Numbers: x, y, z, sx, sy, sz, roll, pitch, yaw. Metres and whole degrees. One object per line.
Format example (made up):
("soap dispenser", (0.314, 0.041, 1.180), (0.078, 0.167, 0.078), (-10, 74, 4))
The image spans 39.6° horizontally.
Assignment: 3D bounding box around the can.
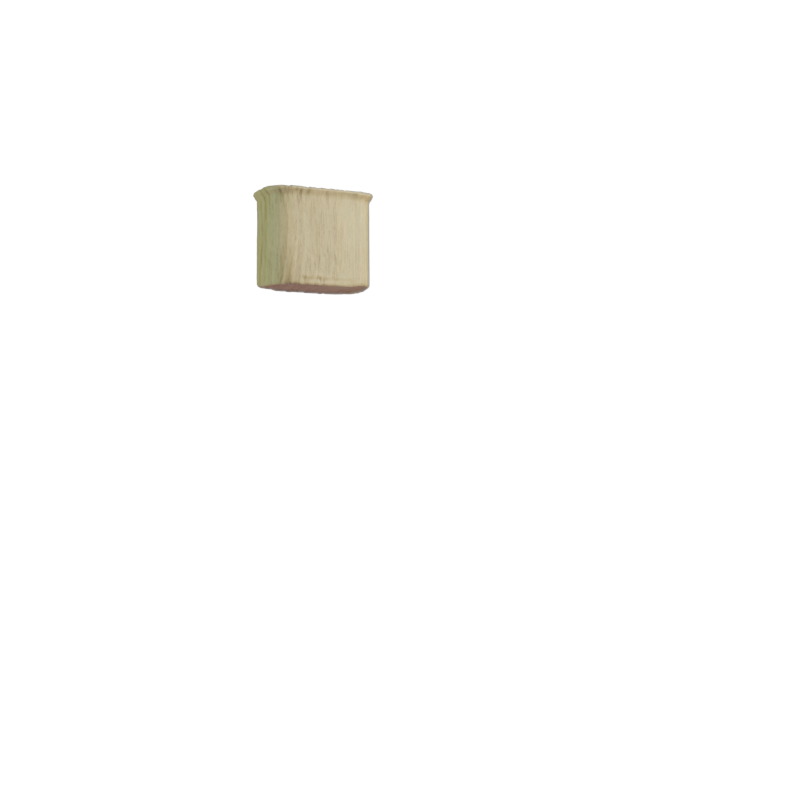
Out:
("can", (-0.075, -0.137, 0.956), (0.098, 0.086, 0.058), (2, -7, -27))
